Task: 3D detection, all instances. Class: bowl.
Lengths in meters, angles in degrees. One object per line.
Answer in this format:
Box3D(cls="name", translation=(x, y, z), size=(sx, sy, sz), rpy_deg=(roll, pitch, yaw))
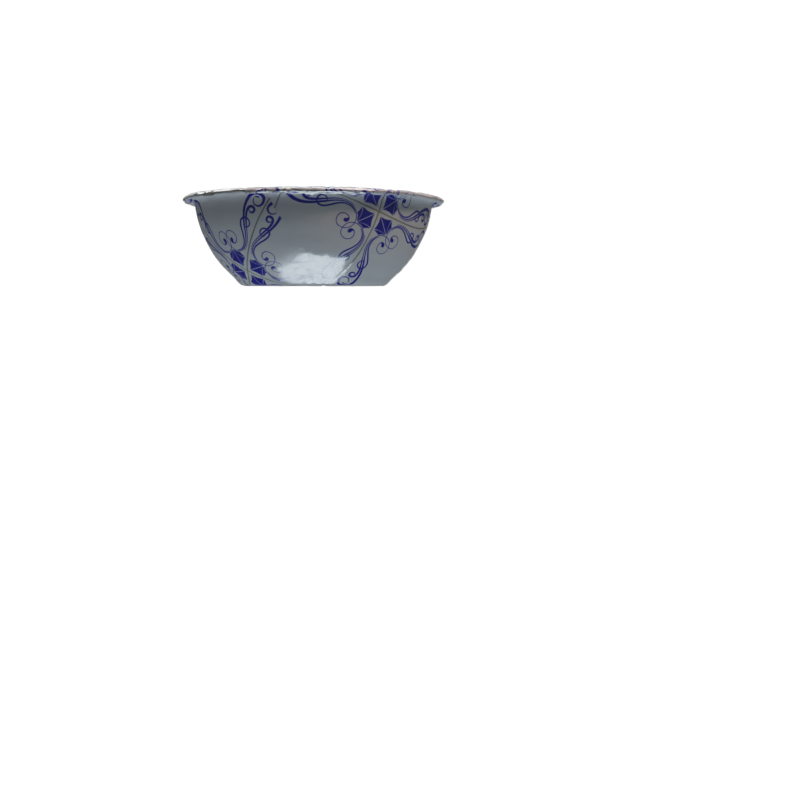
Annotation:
Box3D(cls="bowl", translation=(-0.054, -0.098, 0.690), size=(0.162, 0.055, 0.163), rpy_deg=(0, 5, -2))
